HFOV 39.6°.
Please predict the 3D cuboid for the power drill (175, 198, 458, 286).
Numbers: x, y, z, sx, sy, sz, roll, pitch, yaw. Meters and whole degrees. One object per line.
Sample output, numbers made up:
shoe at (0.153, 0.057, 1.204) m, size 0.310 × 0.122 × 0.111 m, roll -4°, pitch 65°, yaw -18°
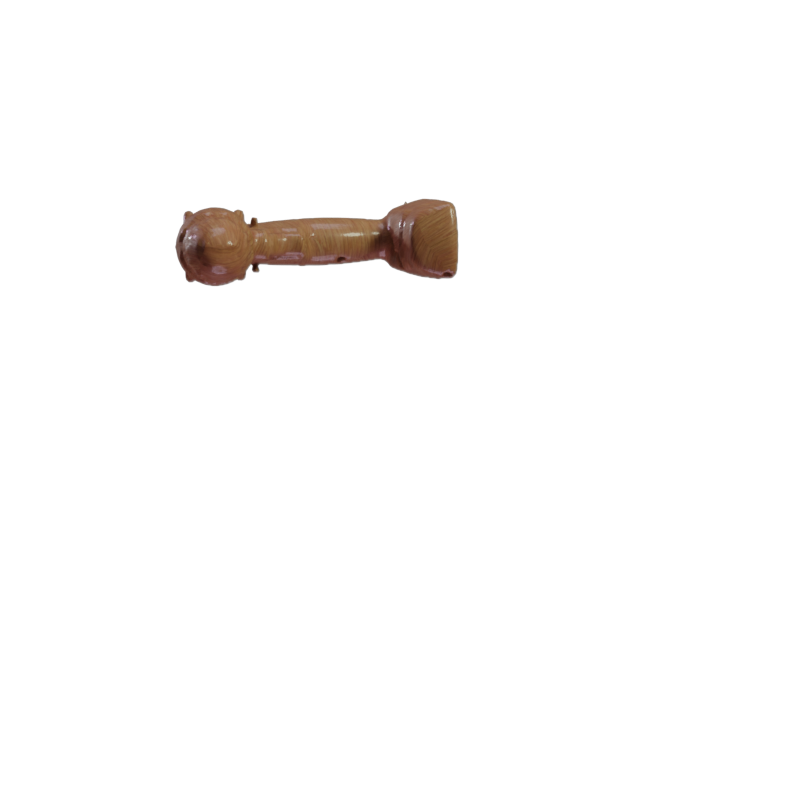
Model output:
power drill at (-0.059, -0.108, 0.760) m, size 0.186 × 0.056 × 0.190 m, roll -2°, pitch 11°, yaw -9°
